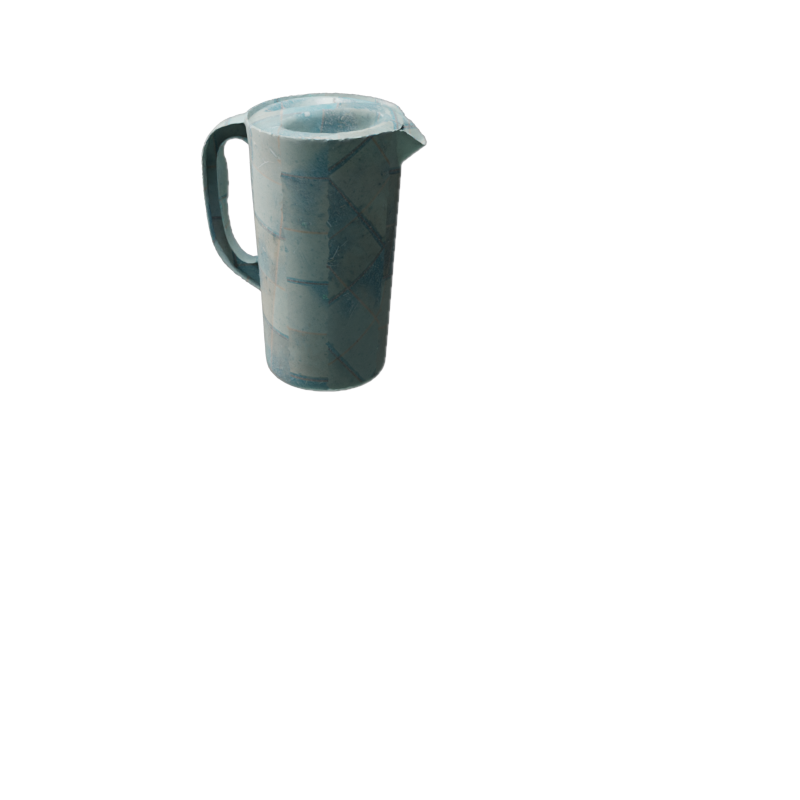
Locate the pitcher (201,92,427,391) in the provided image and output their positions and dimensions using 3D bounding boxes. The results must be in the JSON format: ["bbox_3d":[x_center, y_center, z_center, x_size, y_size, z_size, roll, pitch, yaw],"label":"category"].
[{"bbox_3d":[-0.075,-0.136,0.953,0.142,0.230,0.160,-17,31,-33],"label":"pitcher"}]
